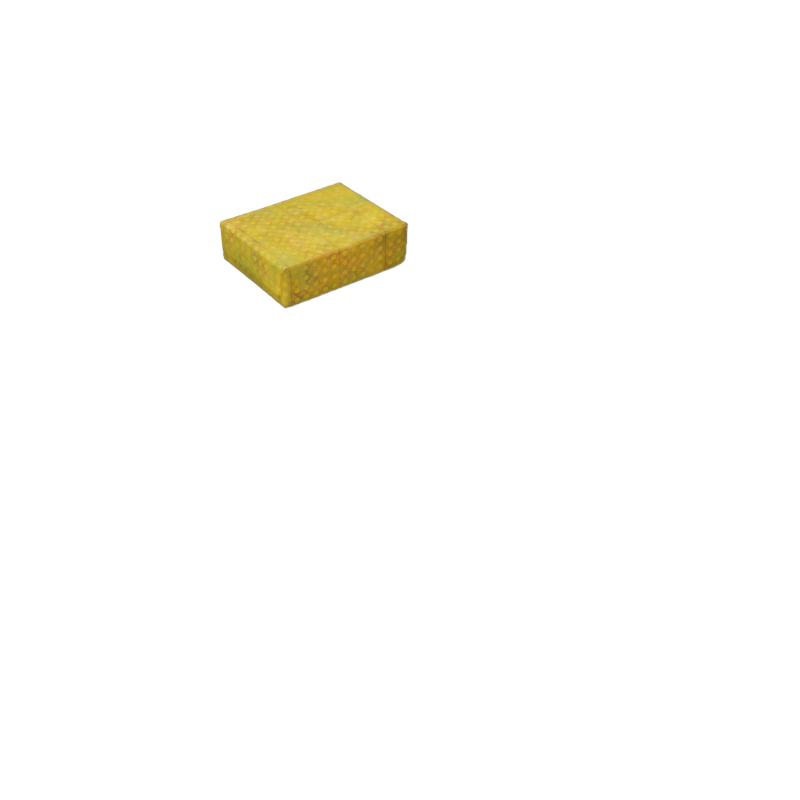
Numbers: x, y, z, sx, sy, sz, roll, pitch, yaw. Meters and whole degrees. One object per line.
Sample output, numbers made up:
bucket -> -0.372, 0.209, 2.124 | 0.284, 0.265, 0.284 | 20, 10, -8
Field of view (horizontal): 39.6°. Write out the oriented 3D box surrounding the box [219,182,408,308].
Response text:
box -> -0.065, -0.118, 0.827 | 0.112, 0.036, 0.097 | -22, 40, -29
